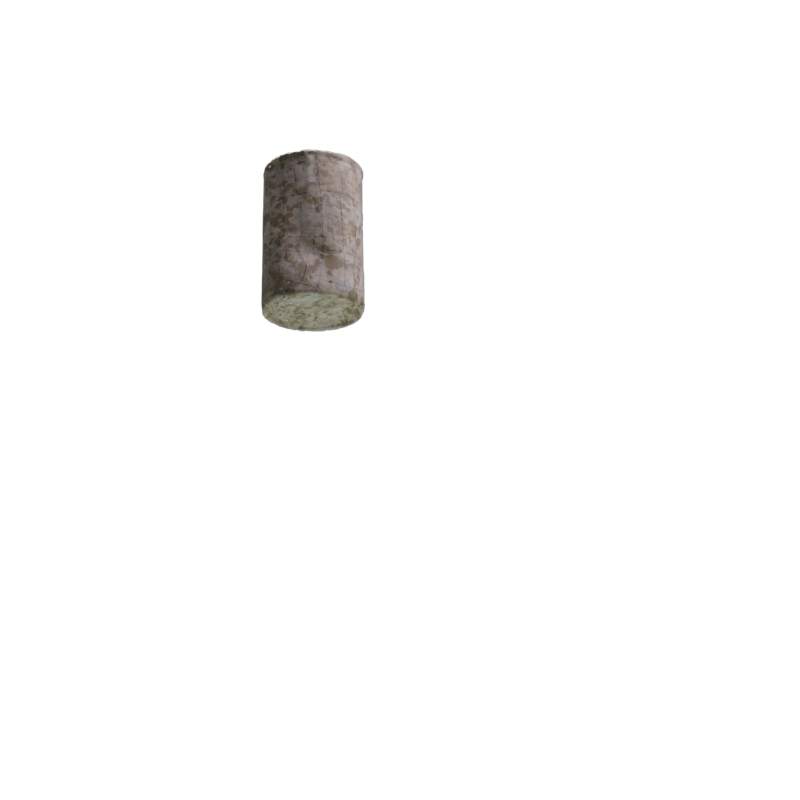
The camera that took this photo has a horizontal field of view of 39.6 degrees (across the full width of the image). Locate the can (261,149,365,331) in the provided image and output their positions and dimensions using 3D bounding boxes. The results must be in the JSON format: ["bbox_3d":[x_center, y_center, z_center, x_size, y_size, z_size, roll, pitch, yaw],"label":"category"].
[{"bbox_3d":[-0.057,-0.104,0.728,0.068,0.108,0.065,0,-23,-2],"label":"can"}]
